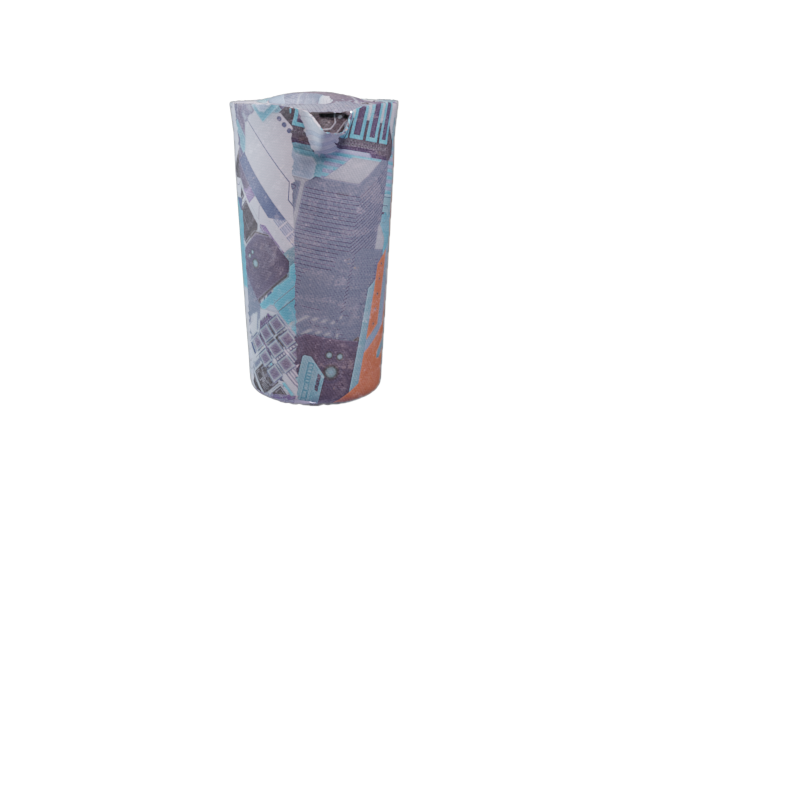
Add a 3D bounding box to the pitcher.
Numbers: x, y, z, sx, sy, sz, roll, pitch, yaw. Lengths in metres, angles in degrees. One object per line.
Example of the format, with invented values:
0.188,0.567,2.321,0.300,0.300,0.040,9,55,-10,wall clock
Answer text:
-0.071,-0.129,0.903,0.151,0.237,0.147,8,14,30,pitcher
